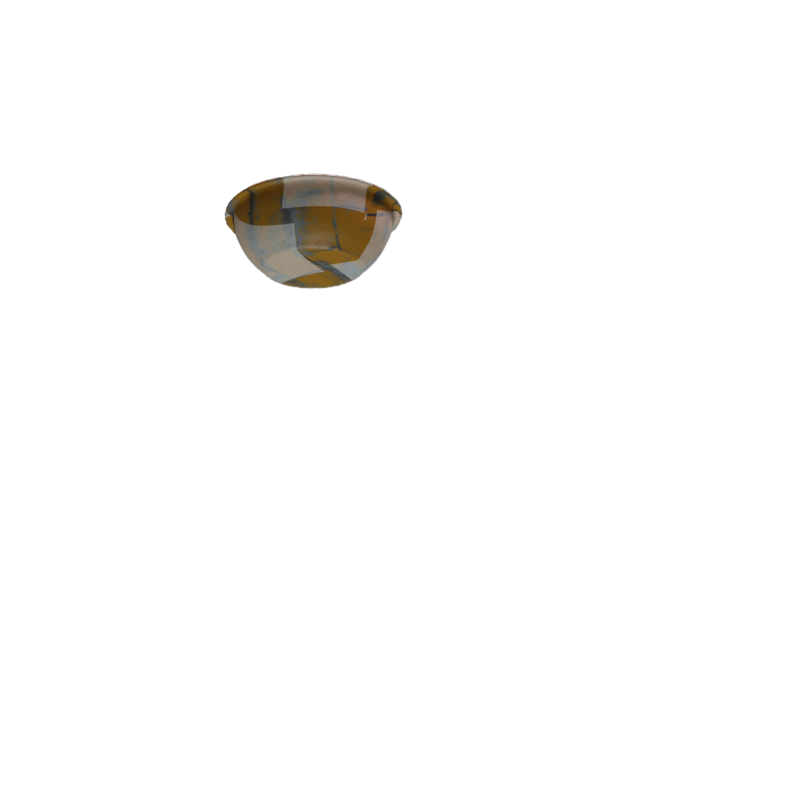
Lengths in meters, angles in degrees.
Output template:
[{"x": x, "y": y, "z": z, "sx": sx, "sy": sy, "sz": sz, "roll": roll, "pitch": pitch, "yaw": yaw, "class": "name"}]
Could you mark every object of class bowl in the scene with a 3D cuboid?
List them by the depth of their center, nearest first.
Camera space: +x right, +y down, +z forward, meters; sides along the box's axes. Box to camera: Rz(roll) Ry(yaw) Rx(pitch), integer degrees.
[{"x": -0.078, "y": -0.143, "z": 0.999, "sx": 0.162, "sy": 0.058, "sz": 0.154, "roll": 0, "pitch": -19, "yaw": -2, "class": "bowl"}]
